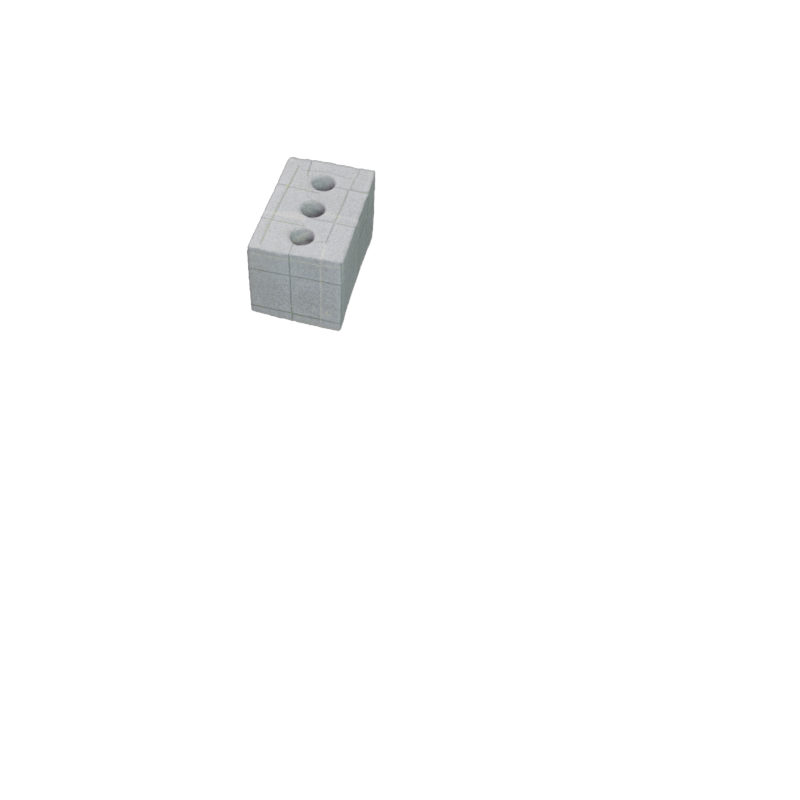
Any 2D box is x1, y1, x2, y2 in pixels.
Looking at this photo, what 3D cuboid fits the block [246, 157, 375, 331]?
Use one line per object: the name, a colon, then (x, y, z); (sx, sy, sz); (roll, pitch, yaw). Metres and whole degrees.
block: (-0.048, -0.087, 0.611); (0.054, 0.082, 0.048); (10, -41, 7)
